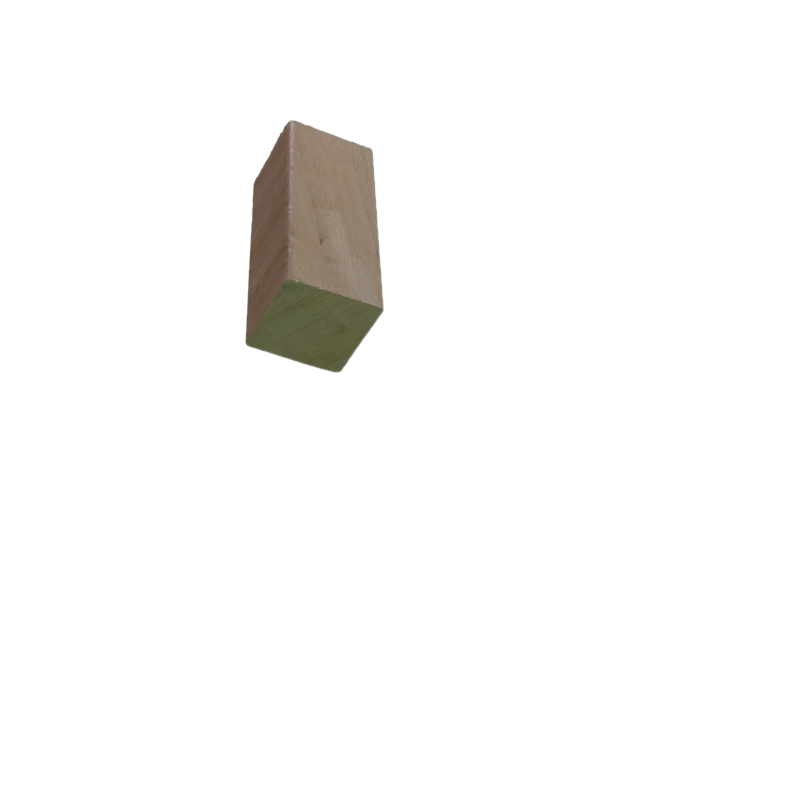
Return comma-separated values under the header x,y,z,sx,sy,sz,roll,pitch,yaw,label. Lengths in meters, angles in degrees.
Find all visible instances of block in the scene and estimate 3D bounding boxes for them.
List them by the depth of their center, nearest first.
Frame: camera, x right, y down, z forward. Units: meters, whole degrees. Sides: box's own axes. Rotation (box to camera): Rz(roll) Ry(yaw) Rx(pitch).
x,y,z,sx,sy,sz,roll,pitch,yaw,label
-0.077,-0.140,0.980,0.087,0.221,0.087,17,-46,-21,block
